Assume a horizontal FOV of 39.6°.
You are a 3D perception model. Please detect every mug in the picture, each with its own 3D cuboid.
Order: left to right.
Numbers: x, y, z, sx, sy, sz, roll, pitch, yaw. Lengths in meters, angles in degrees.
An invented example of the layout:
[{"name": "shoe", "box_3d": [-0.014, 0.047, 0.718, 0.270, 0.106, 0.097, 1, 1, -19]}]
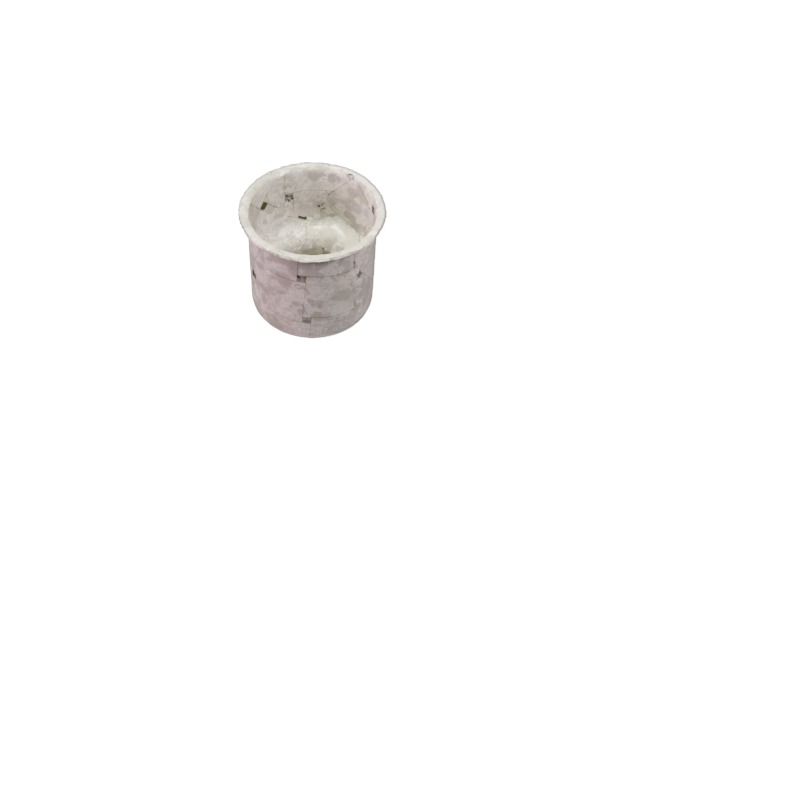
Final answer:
[{"name": "mug", "box_3d": [-0.057, -0.105, 0.732, 0.093, 0.125, 0.076, 1, -42, 0]}]
